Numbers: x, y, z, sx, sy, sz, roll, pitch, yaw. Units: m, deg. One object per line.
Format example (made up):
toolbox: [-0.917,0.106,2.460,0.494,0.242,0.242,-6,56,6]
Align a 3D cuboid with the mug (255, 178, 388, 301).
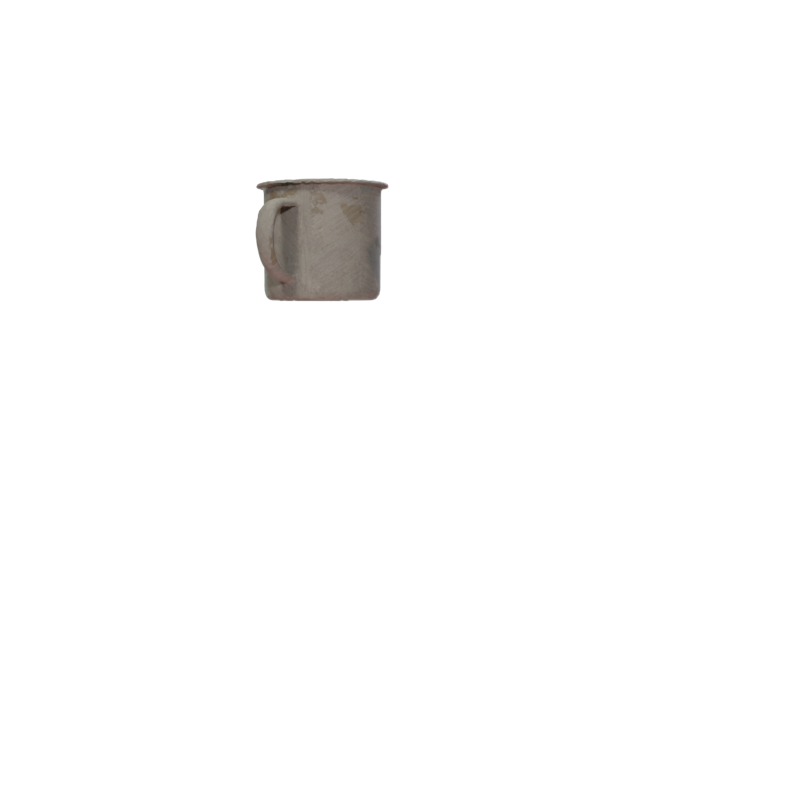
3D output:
mug: [-0.060,-0.110,0.767,0.096,0.082,0.113,1,3,29]
